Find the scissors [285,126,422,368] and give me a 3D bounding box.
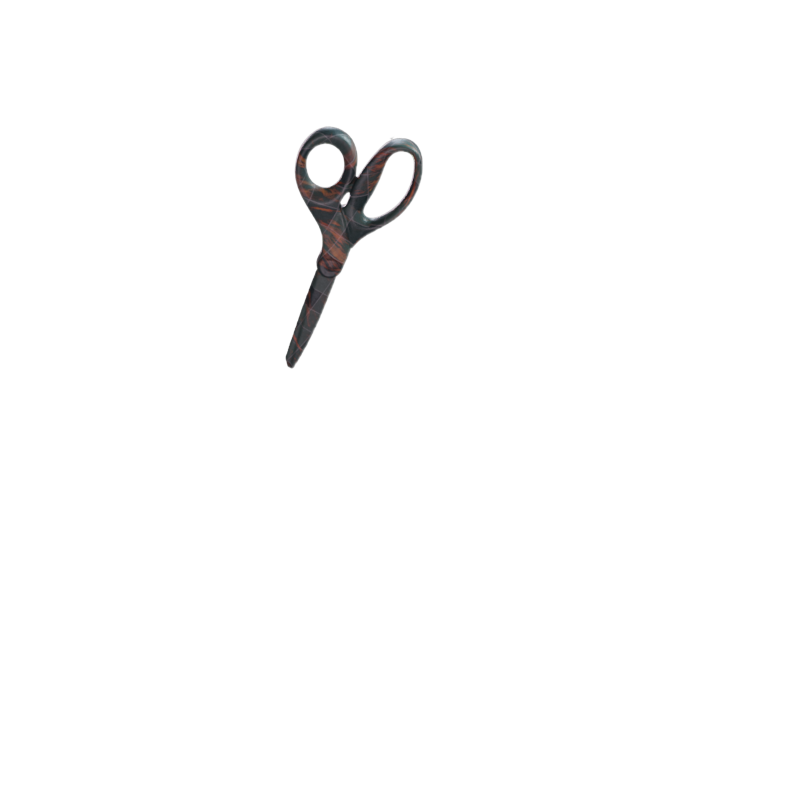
[{"bbox_3d":[-0.062,-0.113,0.793,0.093,0.197,0.017,32,25,-17],"label":"scissors"}]
